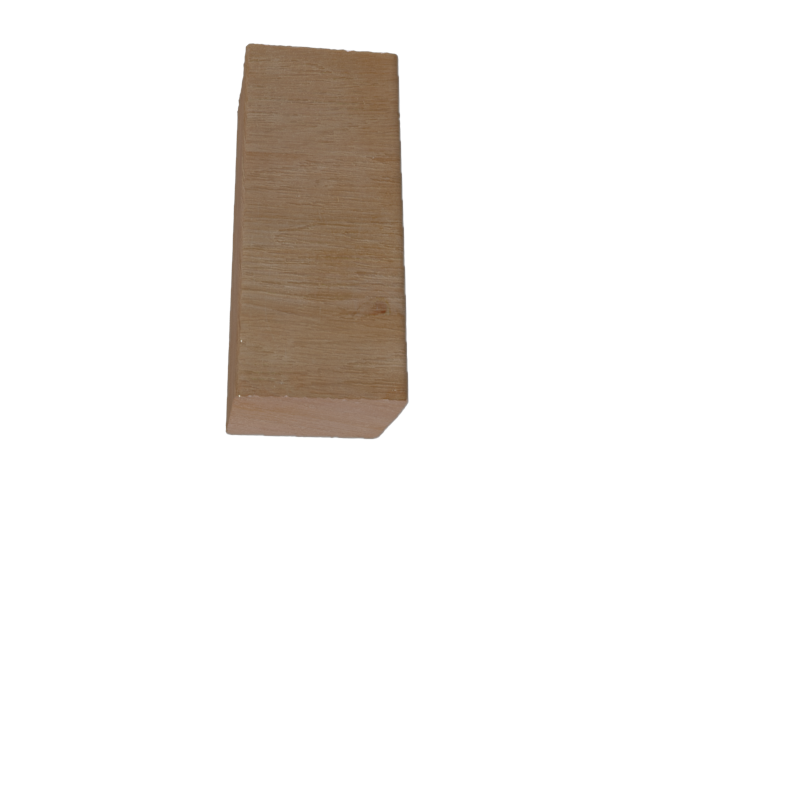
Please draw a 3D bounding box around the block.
[{"bbox_3d":[-0.049,-0.090,0.634,0.090,0.217,0.087,2,-21,-9],"label":"block"}]
